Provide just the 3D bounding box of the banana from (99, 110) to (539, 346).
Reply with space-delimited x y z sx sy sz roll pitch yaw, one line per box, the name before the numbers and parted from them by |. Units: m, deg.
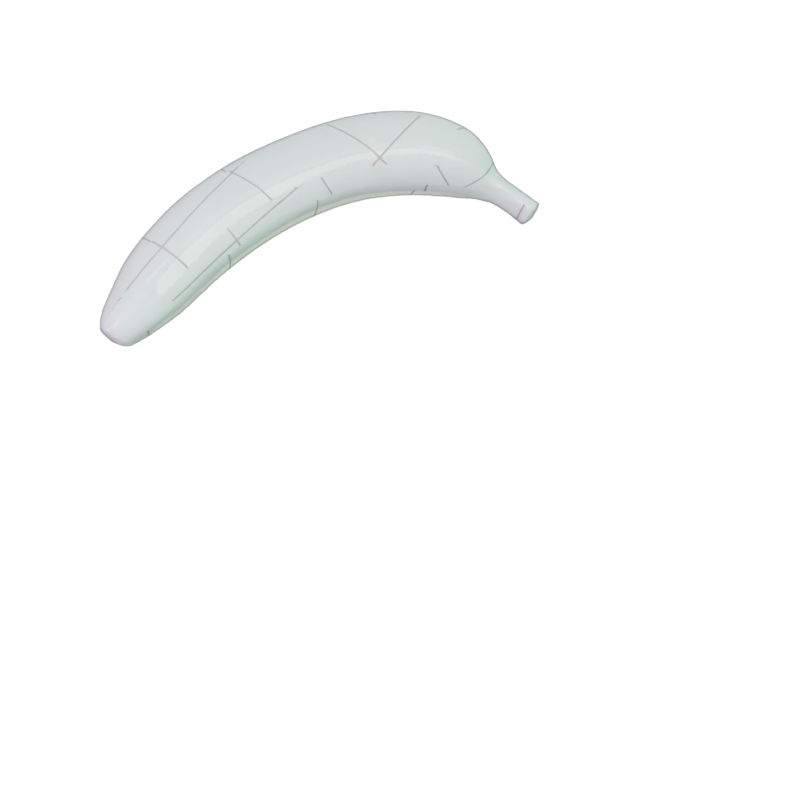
banana | -0.040 -0.084 0.478 0.196 0.074 0.034 -19 -27 -11
